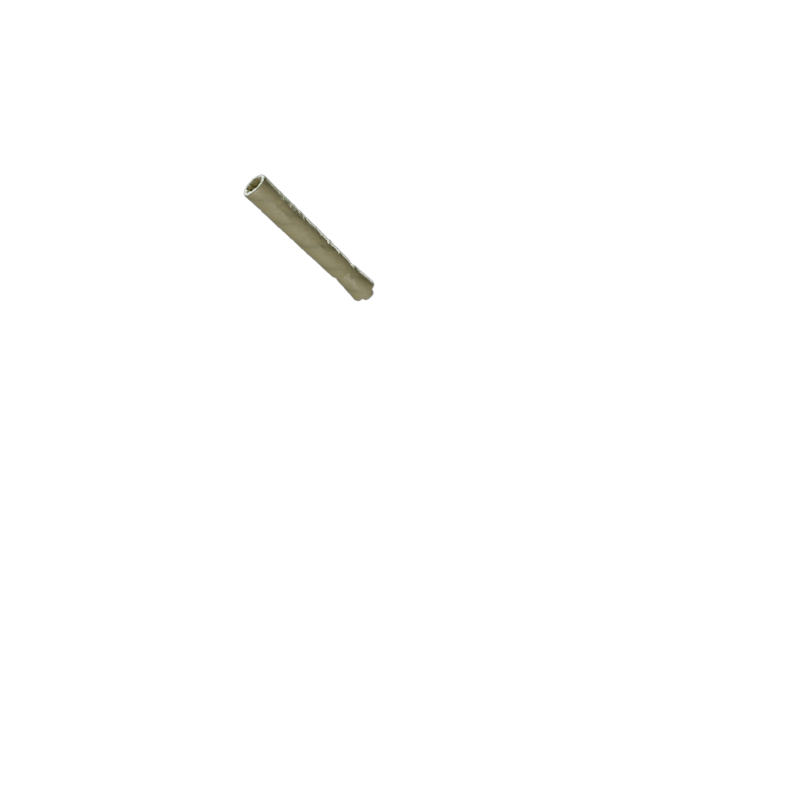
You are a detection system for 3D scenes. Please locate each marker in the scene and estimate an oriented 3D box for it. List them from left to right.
[{"bbox_3d":[-0.059,-0.107,0.752,0.114,0.020,0.020,42,-21,-28],"label":"marker"}]
